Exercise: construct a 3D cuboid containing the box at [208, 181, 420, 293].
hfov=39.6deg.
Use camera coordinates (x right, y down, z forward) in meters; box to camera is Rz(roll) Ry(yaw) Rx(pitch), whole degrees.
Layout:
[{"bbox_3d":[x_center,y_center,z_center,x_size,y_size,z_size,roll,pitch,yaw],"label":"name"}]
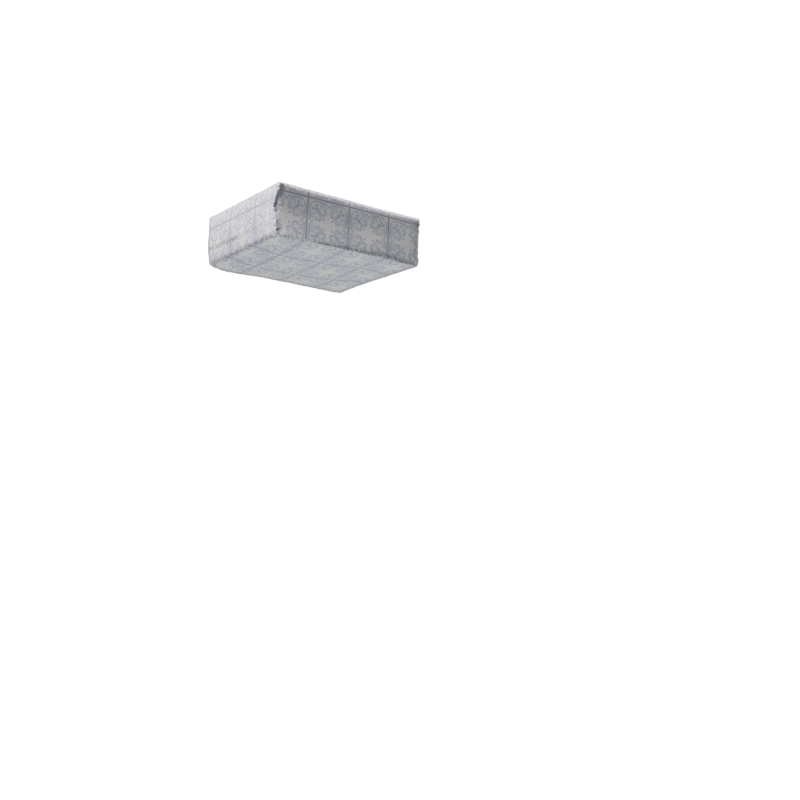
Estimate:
[{"bbox_3d":[-0.057,-0.104,0.732,0.108,0.040,0.091,7,-13,-35],"label":"box"}]
